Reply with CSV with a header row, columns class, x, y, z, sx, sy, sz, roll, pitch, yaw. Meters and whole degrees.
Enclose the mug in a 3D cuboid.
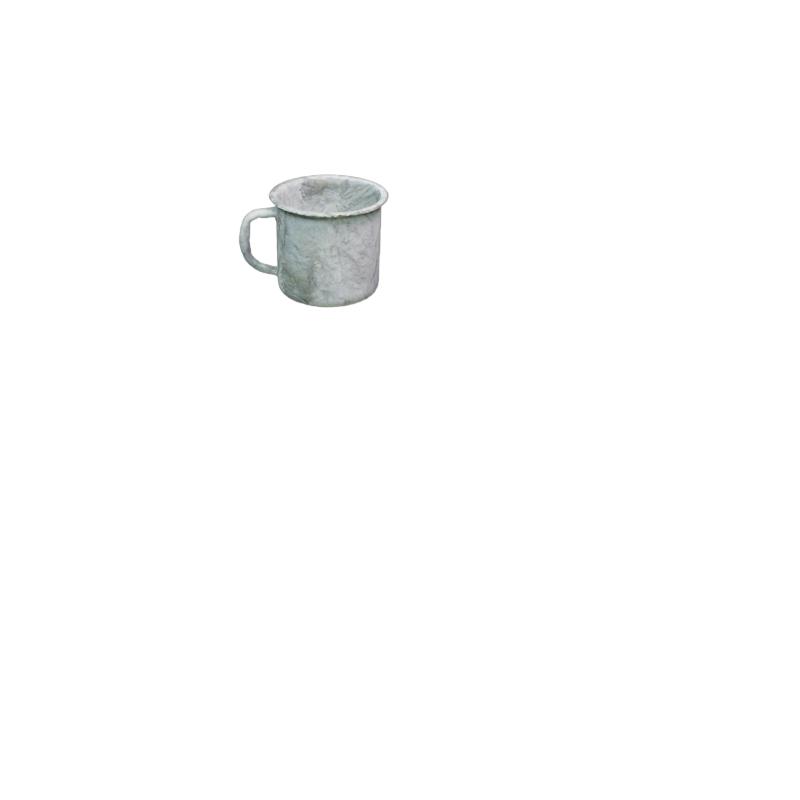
class,x,y,z,sx,sy,sz,roll,pitch,yaw
mug,-0.068,-0.125,0.875,0.116,0.077,0.099,-2,27,-5
